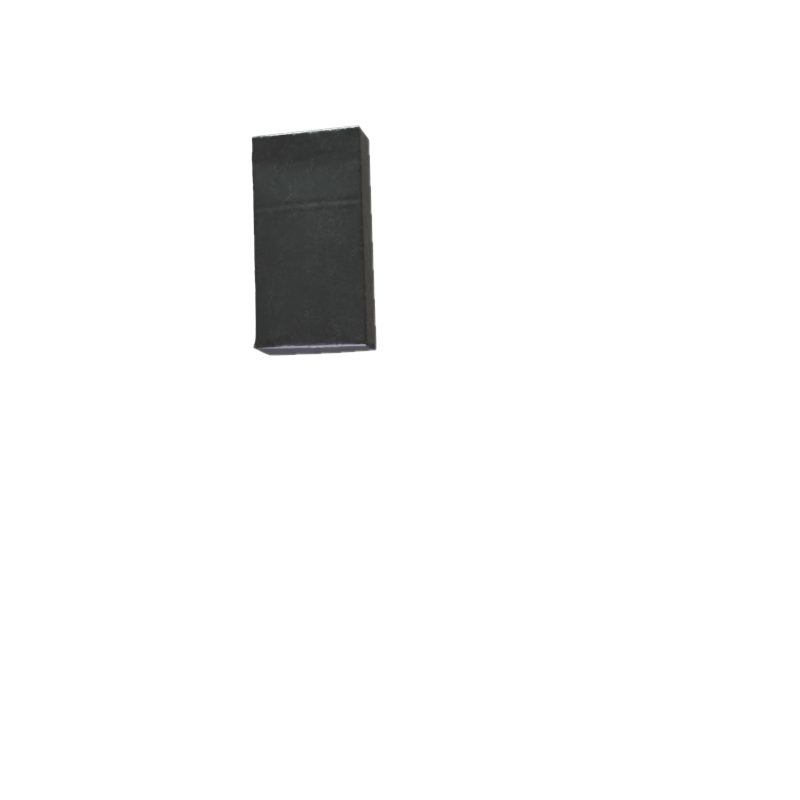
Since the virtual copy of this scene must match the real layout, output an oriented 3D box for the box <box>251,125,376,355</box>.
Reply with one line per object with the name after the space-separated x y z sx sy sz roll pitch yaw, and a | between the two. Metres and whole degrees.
-0.069 -0.127 0.887 0.095 0.182 0.046 -4 -13 14 | box
